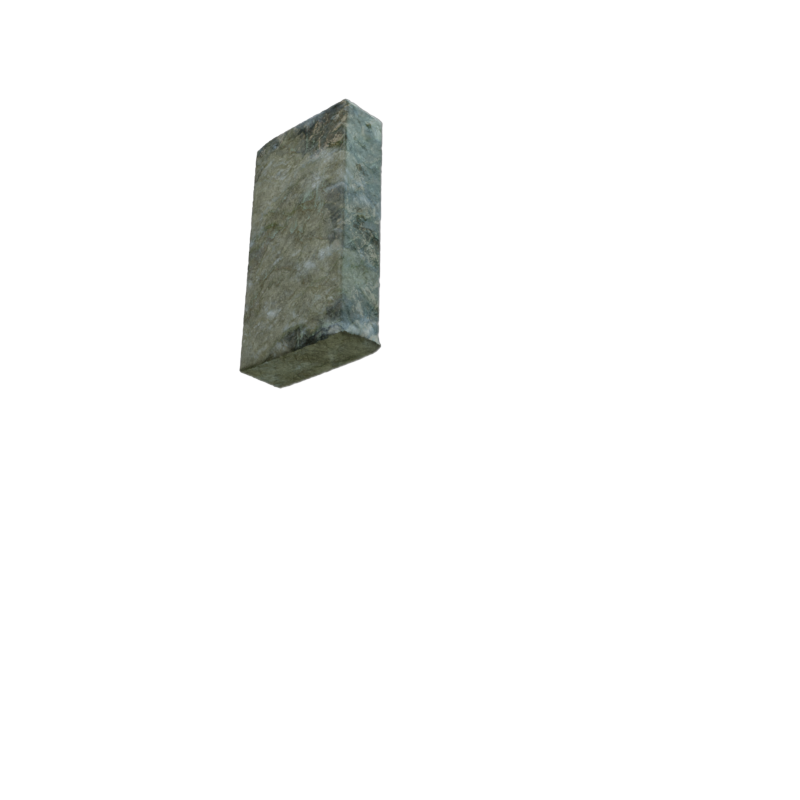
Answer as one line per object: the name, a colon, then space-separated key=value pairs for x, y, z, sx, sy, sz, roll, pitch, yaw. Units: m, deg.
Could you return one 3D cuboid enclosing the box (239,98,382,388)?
box: x=-0.058 y=-0.106 z=0.739 sx=0.094 sy=0.187 sz=0.045 roll=-23 pitch=-33 yaw=36
